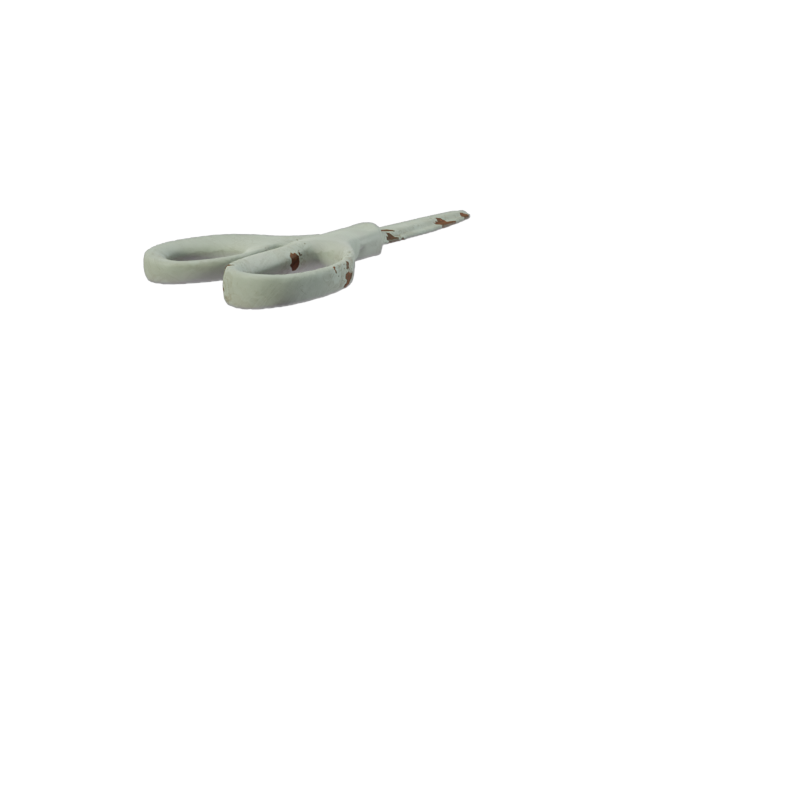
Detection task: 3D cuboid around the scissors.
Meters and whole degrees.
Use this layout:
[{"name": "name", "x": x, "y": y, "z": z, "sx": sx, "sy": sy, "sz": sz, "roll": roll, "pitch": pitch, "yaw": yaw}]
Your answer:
[{"name": "scissors", "x": -0.039, "y": -0.071, "z": 0.498, "sx": 0.099, "sy": 0.015, "sz": 0.203, "roll": 6, "pitch": 19, "yaw": 17}]
